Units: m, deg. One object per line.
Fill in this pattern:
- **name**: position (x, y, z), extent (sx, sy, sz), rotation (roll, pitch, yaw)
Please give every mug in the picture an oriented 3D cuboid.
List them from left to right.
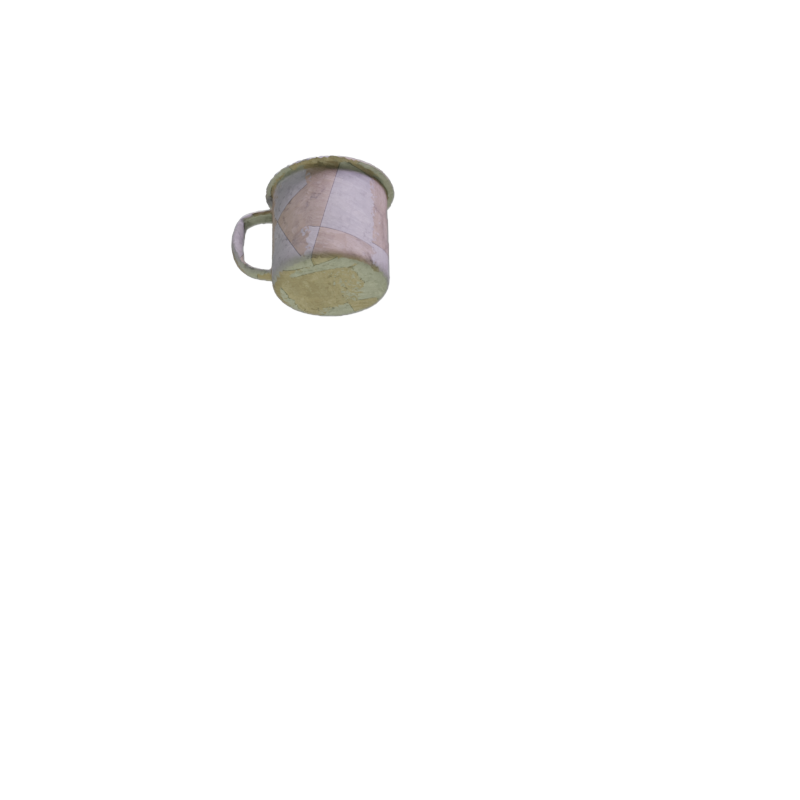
- **mug**: position (-0.061, -0.111, 0.780), extent (0.117, 0.087, 0.087), rotation (-2, -29, 3)
